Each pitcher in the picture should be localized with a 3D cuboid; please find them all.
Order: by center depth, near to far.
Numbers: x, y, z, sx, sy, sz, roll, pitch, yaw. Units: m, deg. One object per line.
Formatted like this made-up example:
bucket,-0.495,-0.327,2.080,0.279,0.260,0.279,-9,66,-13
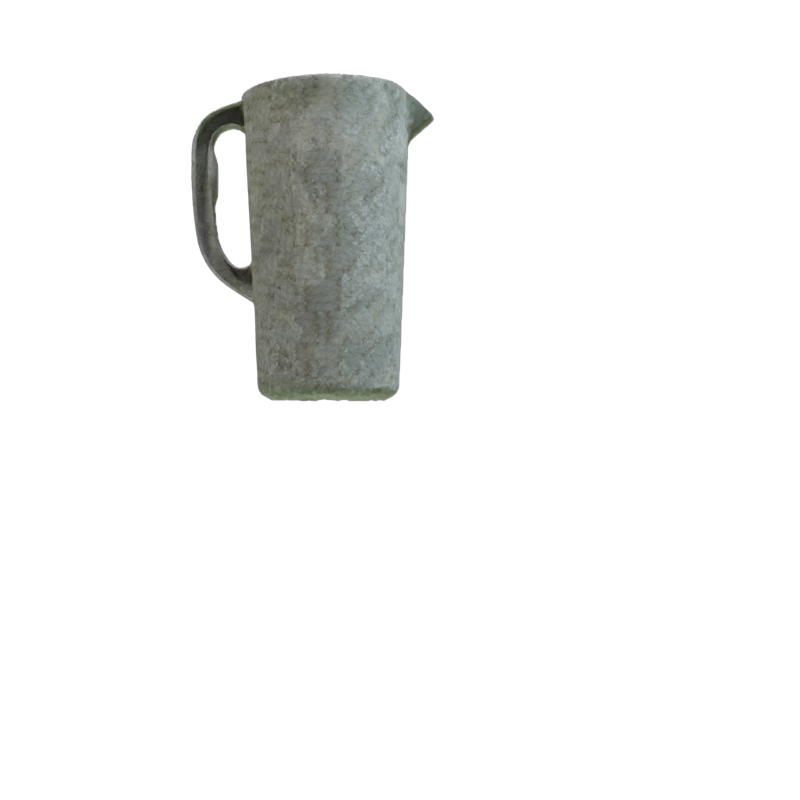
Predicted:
pitcher,-0.067,-0.122,0.856,0.154,0.247,0.138,-6,-8,44
